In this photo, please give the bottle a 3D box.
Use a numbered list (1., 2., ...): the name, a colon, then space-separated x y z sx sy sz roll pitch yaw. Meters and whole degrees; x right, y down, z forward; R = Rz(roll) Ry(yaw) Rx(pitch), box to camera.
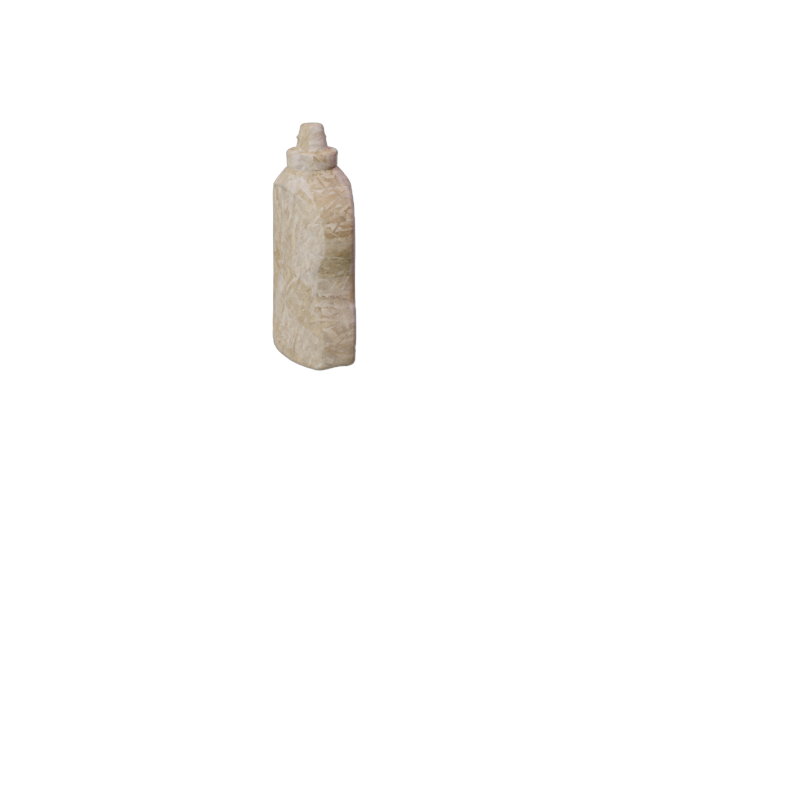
1. bottle: -0.070 -0.128 0.894 0.057 0.184 0.102 -7 20 -25
